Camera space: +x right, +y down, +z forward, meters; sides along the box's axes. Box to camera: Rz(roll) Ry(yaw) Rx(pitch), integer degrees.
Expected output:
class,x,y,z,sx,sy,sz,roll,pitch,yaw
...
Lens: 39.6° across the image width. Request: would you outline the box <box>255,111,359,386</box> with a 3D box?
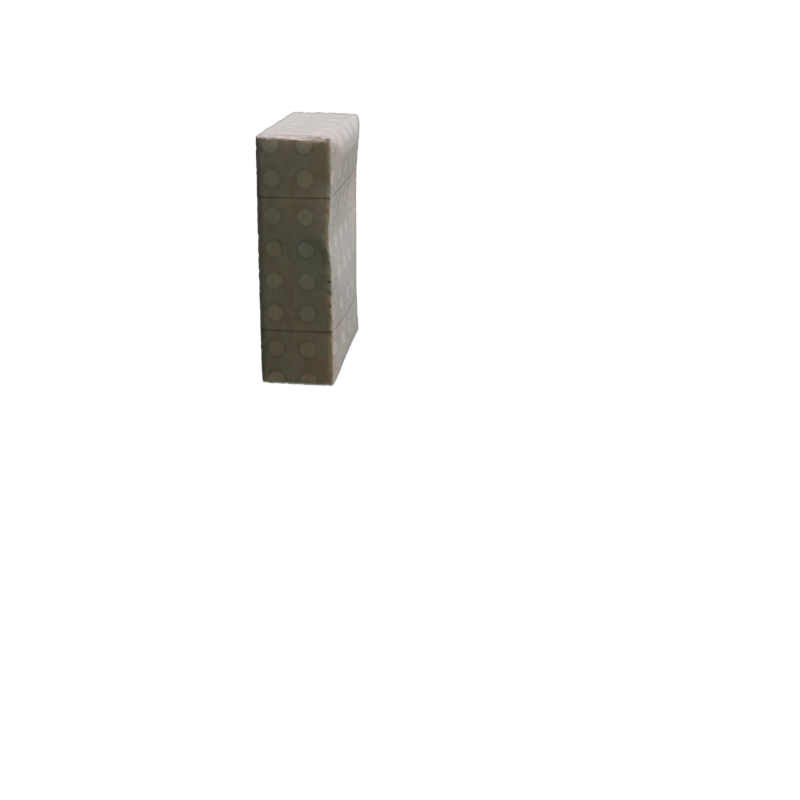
class,x,y,z,sx,sy,sz,roll,pitch,yaw
box,-0.077,-0.141,0.988,0.073,0.206,0.169,2,17,5
